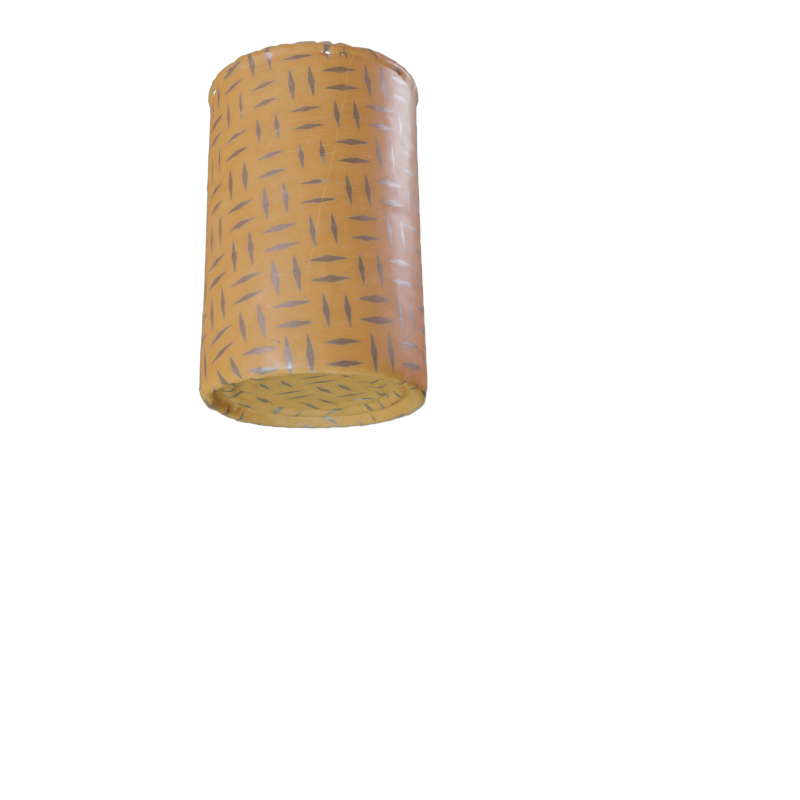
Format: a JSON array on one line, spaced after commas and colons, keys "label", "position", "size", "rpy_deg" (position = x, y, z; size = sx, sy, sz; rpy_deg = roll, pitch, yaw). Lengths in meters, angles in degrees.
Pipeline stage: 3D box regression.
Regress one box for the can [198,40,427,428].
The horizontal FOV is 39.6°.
[{"label": "can", "position": [-0.027, -0.049, 0.341], "size": [0.068, 0.107, 0.065], "rpy_deg": [0, -20, -2]}]
